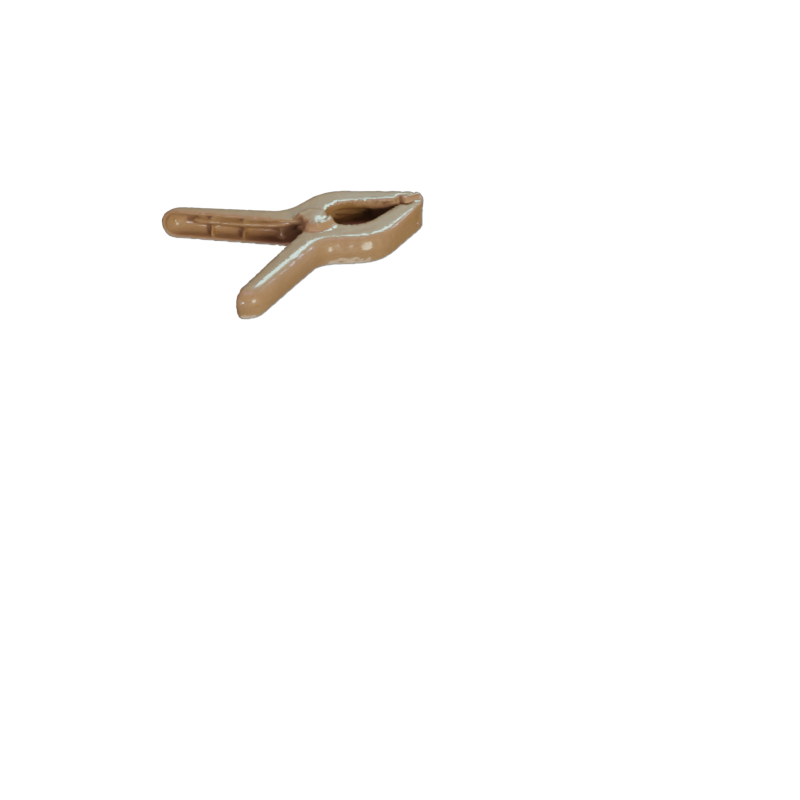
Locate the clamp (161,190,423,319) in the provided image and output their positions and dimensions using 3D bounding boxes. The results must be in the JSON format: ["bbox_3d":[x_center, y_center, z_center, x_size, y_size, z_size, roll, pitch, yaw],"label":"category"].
[{"bbox_3d":[-0.069,-0.126,0.880,0.207,0.034,0.178,-13,37,-18],"label":"clamp"}]
